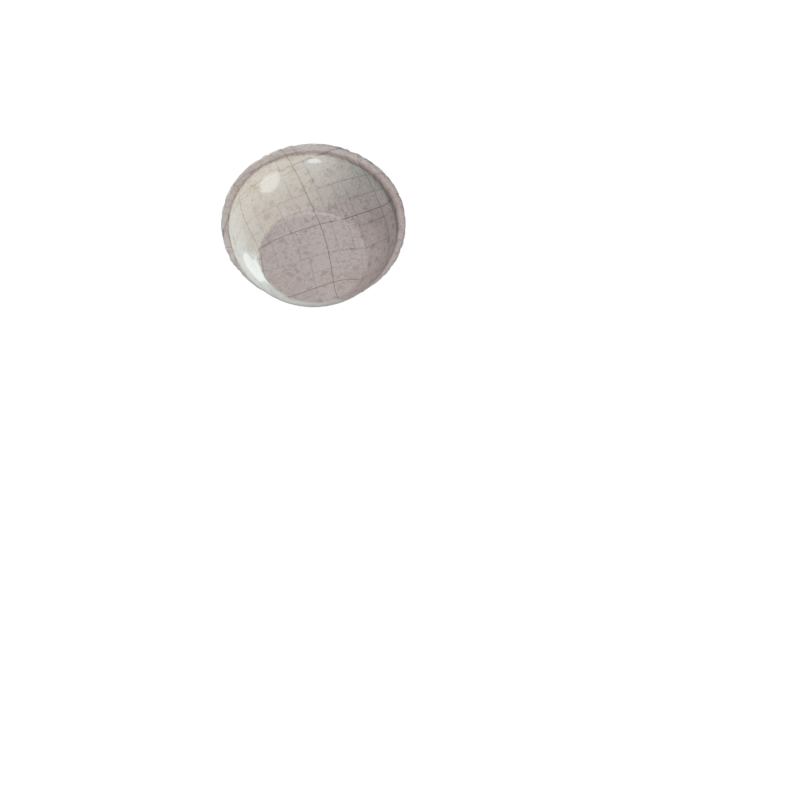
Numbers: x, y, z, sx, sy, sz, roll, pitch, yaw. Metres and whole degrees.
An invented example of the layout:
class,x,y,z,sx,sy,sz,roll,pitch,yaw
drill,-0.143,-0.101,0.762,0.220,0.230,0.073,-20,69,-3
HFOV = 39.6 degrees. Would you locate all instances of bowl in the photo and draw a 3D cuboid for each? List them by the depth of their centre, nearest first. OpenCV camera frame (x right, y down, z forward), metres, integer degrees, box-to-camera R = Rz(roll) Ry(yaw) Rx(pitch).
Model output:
class,x,y,z,sx,sy,sz,roll,pitch,yaw
bowl,-0.074,-0.135,0.947,0.162,0.152,0.059,1,33,-1
